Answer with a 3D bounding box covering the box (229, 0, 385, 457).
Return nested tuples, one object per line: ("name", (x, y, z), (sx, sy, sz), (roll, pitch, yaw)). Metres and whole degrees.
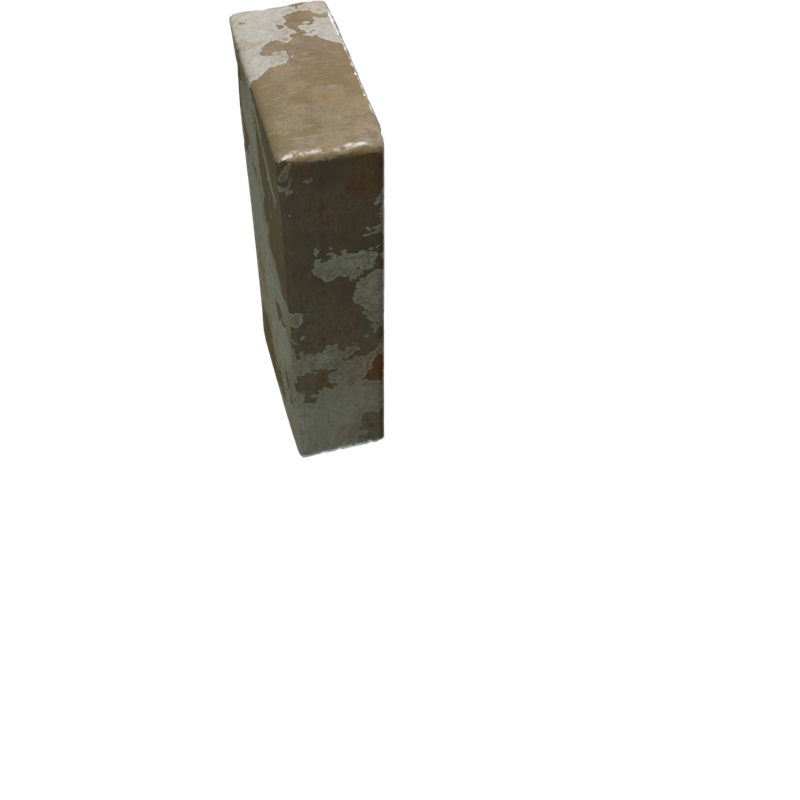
("box", (-0.036, -0.066, 0.462), (0.047, 0.101, 0.164), (-10, -39, -12))
